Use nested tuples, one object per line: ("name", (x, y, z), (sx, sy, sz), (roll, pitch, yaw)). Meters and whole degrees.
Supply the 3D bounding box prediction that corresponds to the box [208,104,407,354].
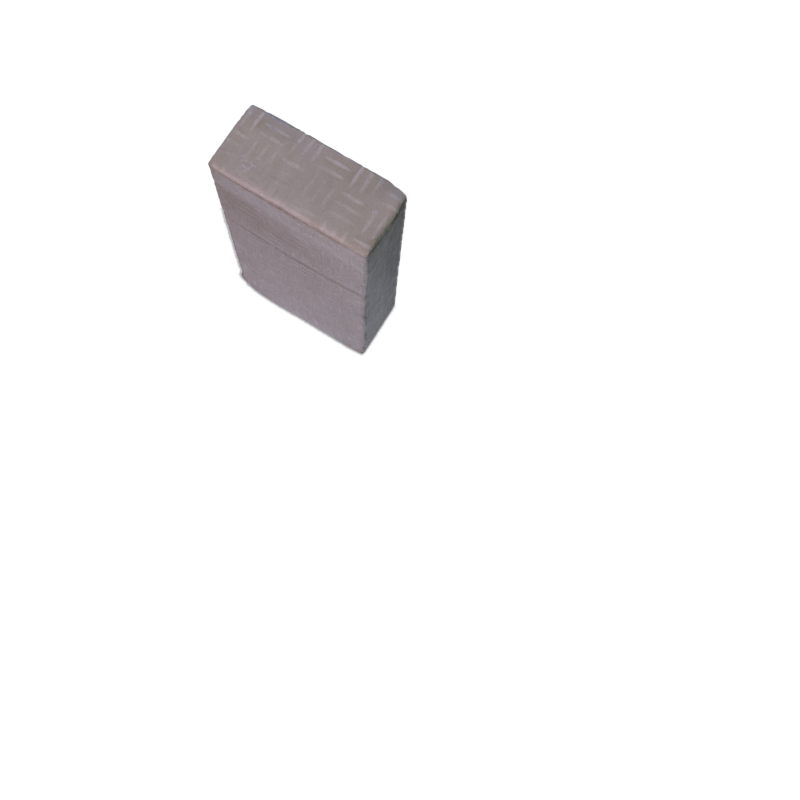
("box", (-0.047, -0.086, 0.605), (0.095, 0.049, 0.169), (32, -15, 6))
